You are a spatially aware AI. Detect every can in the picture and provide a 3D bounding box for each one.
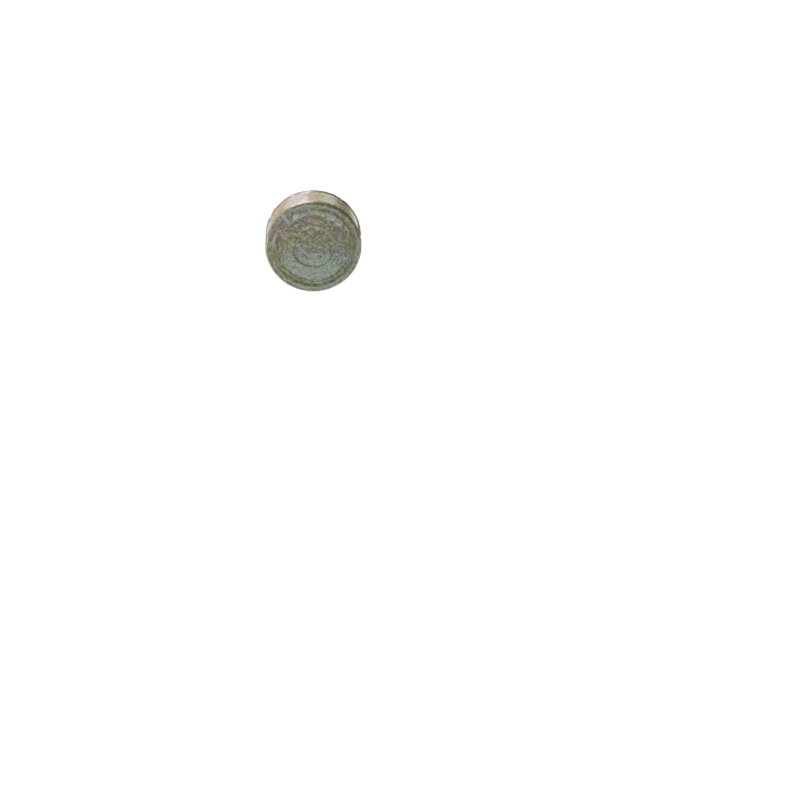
[{"bbox_3d":[-0.077,-0.140,0.982,0.086,0.082,0.035,1,22,-1],"label":"can"}]
